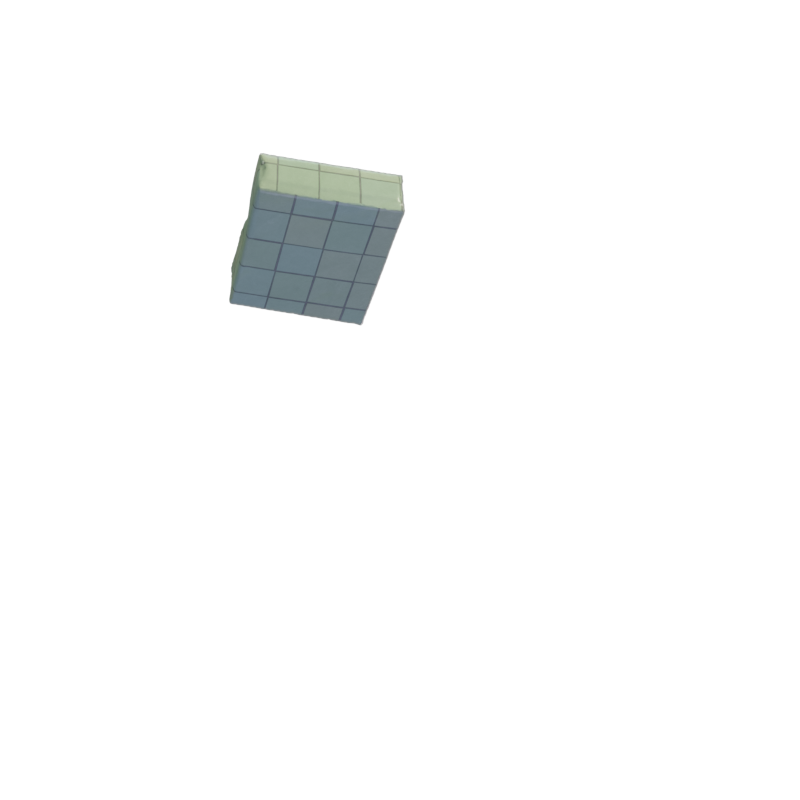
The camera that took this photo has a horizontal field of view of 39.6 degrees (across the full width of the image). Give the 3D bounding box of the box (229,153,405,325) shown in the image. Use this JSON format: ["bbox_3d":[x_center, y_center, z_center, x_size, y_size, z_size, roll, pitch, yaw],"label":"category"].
[{"bbox_3d":[-0.044,-0.081,0.566,0.072,0.032,0.085,9,-41,-11],"label":"box"}]
